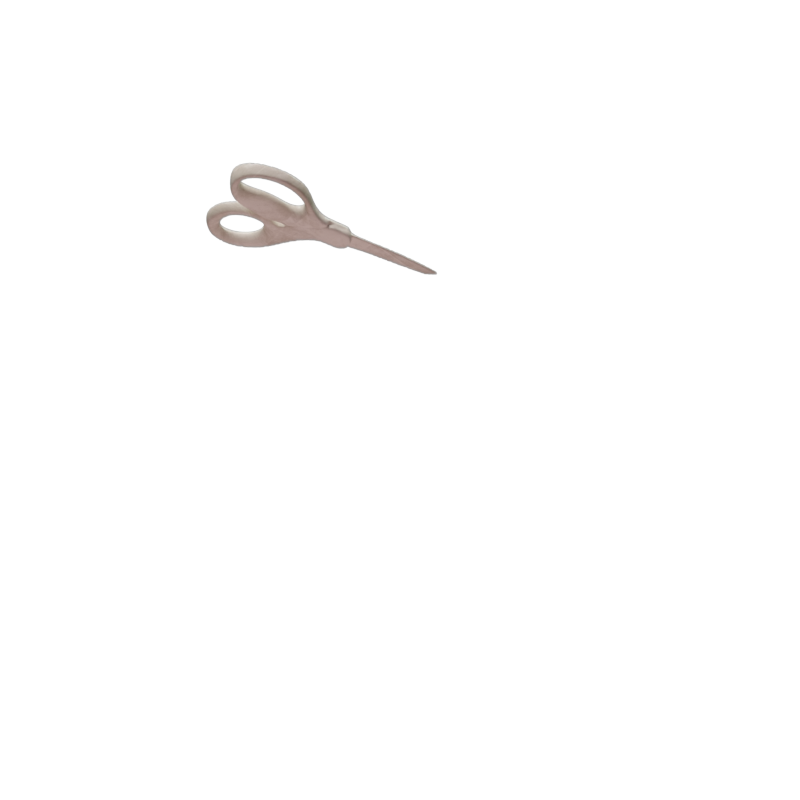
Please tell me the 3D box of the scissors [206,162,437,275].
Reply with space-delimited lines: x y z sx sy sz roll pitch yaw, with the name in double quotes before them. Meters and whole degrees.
"scissors" -0.069 -0.125 0.877 0.096 0.017 0.188 -24 -39 34
